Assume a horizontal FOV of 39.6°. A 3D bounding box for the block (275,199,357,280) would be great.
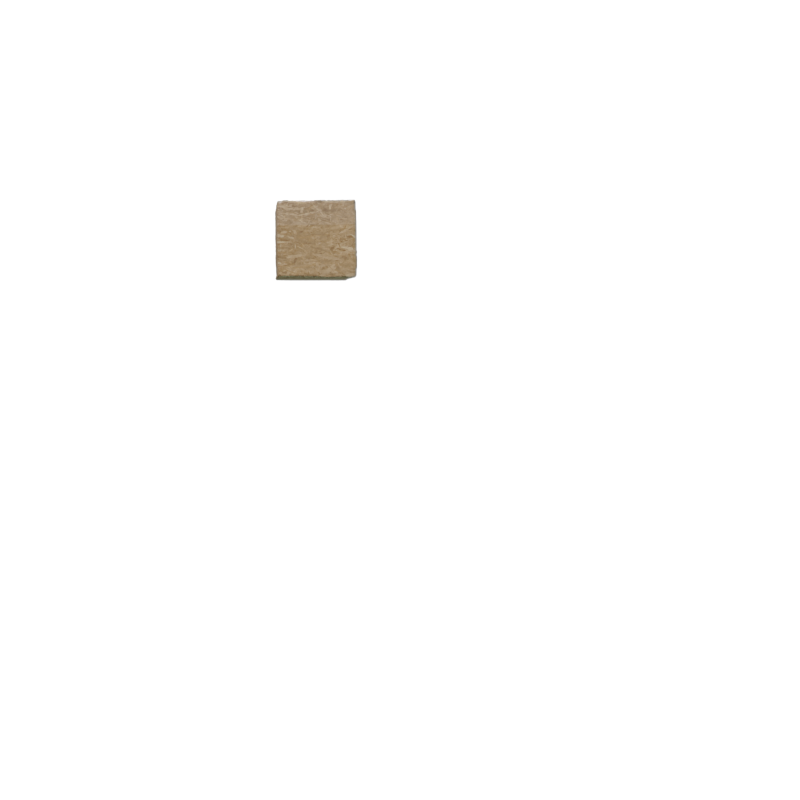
[{"bbox_3d":[-0.059,-0.108,0.754,0.052,0.051,0.079,0,3,-7],"label":"block"}]
